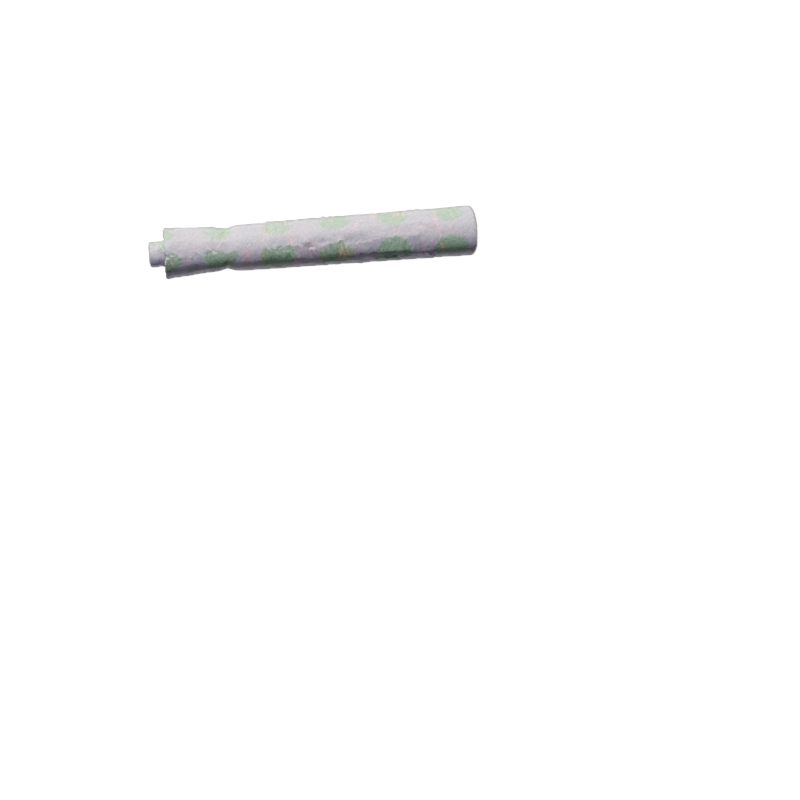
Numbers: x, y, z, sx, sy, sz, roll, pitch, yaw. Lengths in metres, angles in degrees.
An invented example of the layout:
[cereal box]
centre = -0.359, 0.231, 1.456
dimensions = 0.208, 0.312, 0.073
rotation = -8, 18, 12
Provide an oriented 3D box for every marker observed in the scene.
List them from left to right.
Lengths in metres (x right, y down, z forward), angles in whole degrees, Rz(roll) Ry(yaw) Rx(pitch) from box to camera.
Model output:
[marker]
centre = -0.032, -0.059, 0.412
dimensions = 0.120, 0.020, 0.020
rotation = -5, 5, -6
